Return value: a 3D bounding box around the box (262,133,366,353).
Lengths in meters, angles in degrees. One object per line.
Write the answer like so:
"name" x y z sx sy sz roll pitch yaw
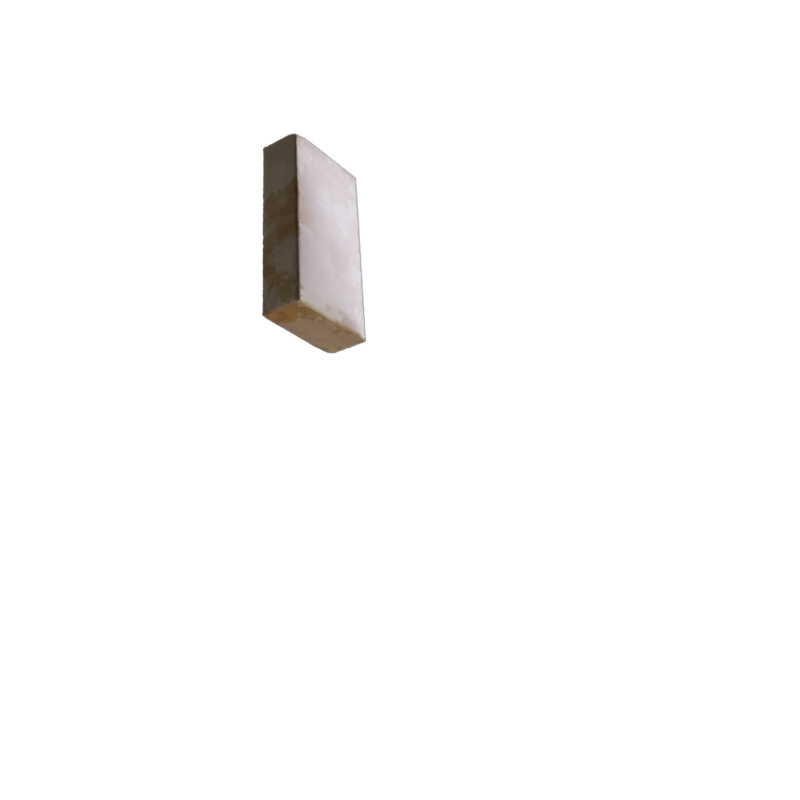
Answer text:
"box" -0.075 -0.137 0.956 0.048 0.188 0.087 -23 -36 31
